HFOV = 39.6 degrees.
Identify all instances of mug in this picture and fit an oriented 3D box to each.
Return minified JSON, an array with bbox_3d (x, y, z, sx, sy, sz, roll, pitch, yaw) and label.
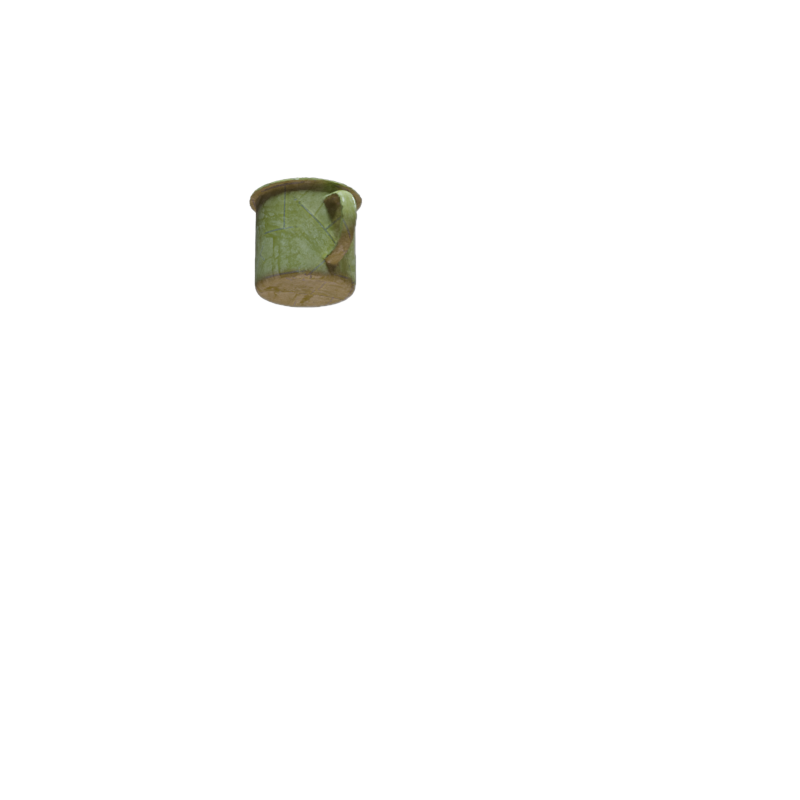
[{"bbox_3d":[-0.070,-0.127,0.890,0.089,0.085,0.118,12,-21,-34],"label":"mug"}]
